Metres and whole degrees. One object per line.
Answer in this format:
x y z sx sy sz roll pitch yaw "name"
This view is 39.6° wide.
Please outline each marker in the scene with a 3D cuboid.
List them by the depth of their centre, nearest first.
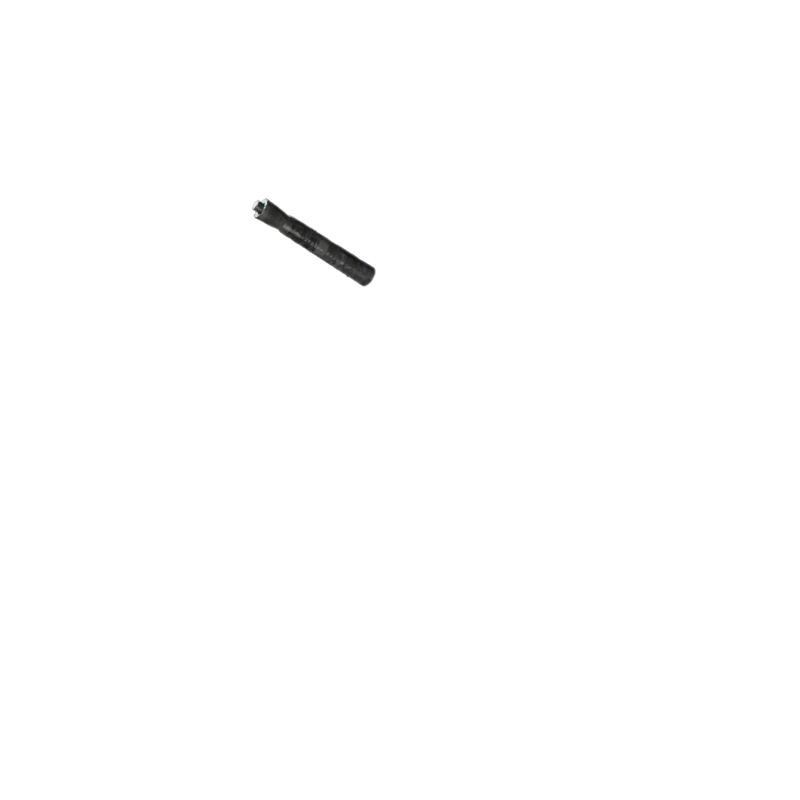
-0.072 -0.132 0.924 0.115 0.020 0.020 31 -10 -22 "marker"
